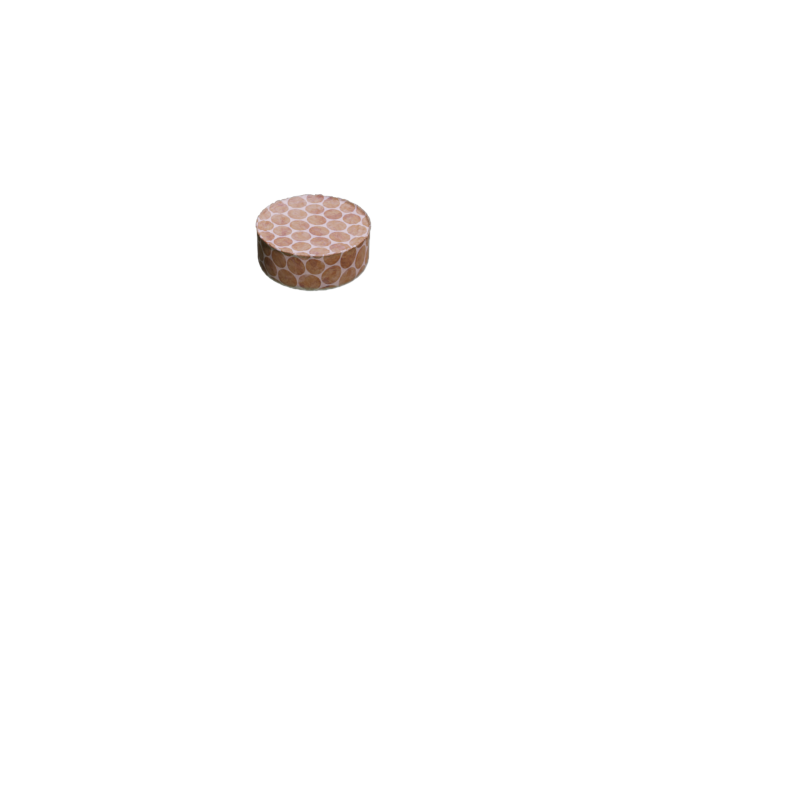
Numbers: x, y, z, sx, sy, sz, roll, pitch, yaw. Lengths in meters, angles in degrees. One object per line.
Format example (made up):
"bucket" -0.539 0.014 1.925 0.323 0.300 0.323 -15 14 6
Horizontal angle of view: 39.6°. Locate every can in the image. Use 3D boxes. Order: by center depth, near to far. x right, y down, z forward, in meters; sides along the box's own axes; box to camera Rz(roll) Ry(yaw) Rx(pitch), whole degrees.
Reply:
"can" -0.065 -0.119 0.831 0.086 0.031 0.092 -1 38 -2
